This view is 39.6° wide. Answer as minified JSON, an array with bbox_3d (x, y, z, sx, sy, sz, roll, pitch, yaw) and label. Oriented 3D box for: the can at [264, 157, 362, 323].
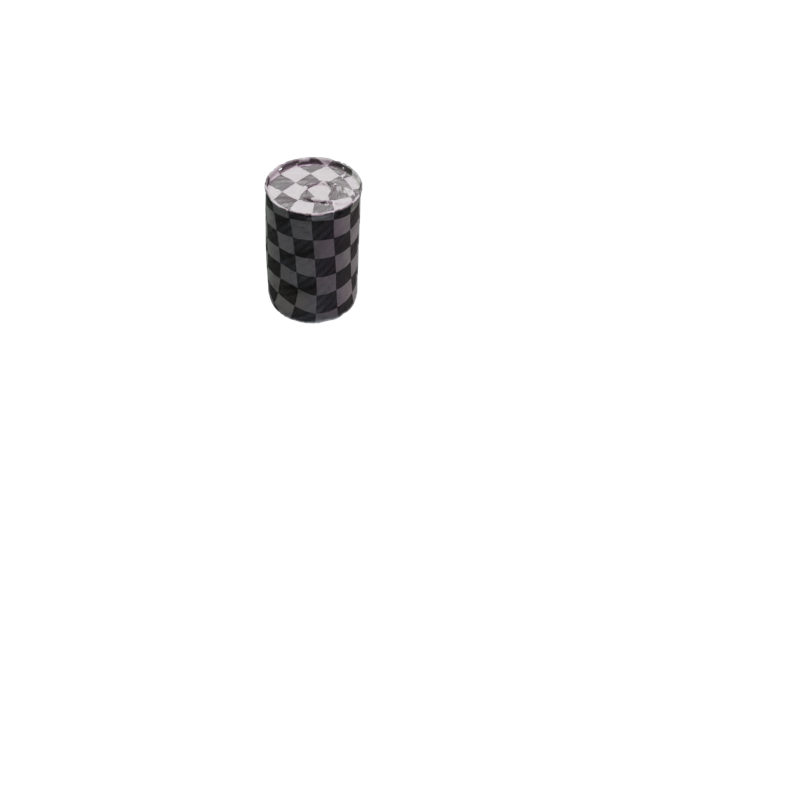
[{"bbox_3d":[-0.062,-0.114,0.798,0.068,0.095,0.073,0,42,-3],"label":"can"}]
